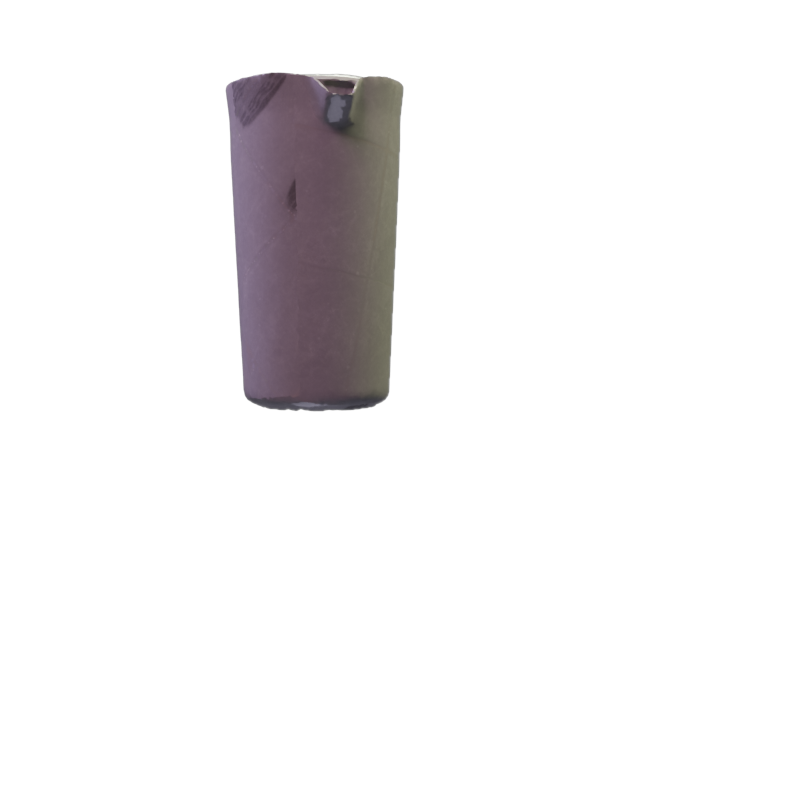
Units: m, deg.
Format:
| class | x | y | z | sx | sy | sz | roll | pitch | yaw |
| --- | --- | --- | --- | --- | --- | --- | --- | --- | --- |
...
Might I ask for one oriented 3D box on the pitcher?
| class | x | y | z | sx | sy | sz | roll | pitch | yaw |
| --- | --- | --- | --- | --- | --- | --- | --- | --- | --- |
| pitcher | -0.065 | -0.119 | 0.836 | 0.150 | 0.244 | 0.144 | -1 | -1 | 29 |
